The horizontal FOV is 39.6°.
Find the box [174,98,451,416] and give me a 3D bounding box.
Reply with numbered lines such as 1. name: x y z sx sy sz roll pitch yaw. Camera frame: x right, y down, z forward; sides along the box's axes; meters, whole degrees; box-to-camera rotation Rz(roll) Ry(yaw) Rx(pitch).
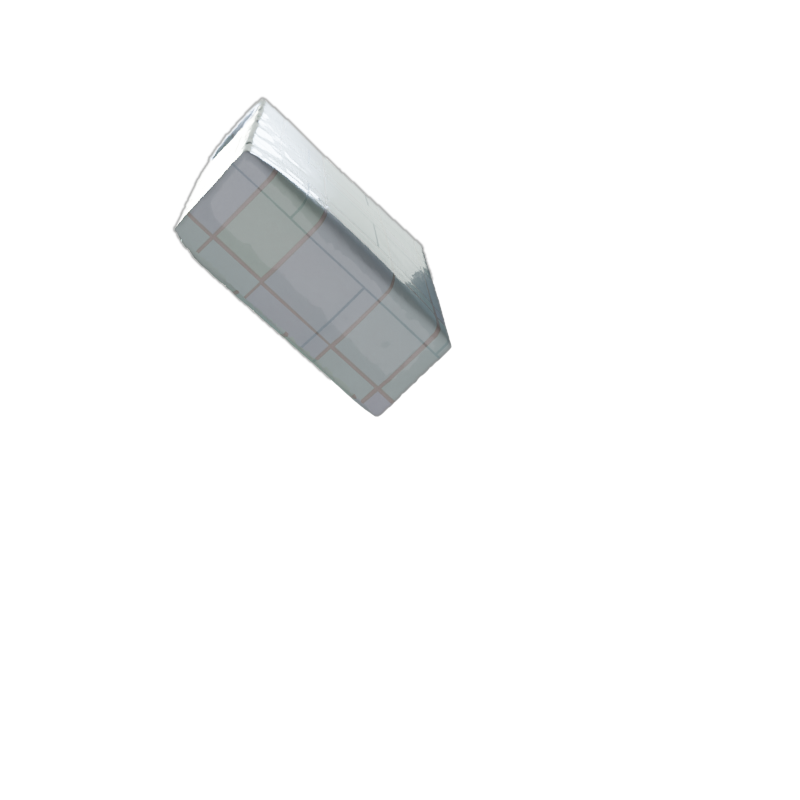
1. box: -0.056 -0.102 0.717 0.159 0.071 0.223 41 14 -16
